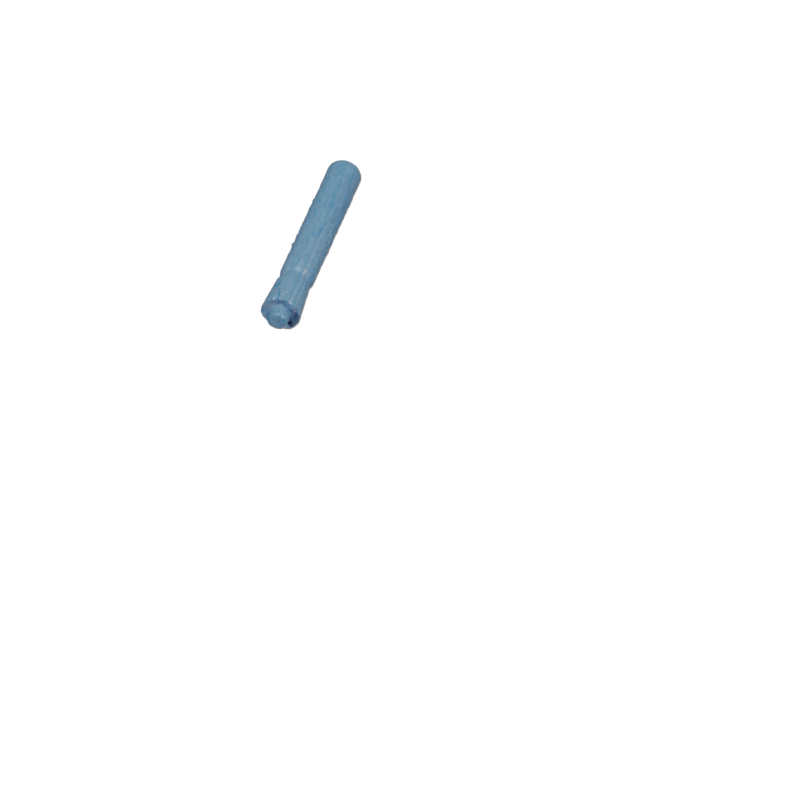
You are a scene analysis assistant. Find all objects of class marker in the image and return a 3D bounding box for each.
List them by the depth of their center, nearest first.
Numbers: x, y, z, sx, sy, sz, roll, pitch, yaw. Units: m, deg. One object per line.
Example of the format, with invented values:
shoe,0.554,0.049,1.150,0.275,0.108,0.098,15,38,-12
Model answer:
marker,-0.042,-0.077,0.542,0.020,0.018,0.127,0,42,16
